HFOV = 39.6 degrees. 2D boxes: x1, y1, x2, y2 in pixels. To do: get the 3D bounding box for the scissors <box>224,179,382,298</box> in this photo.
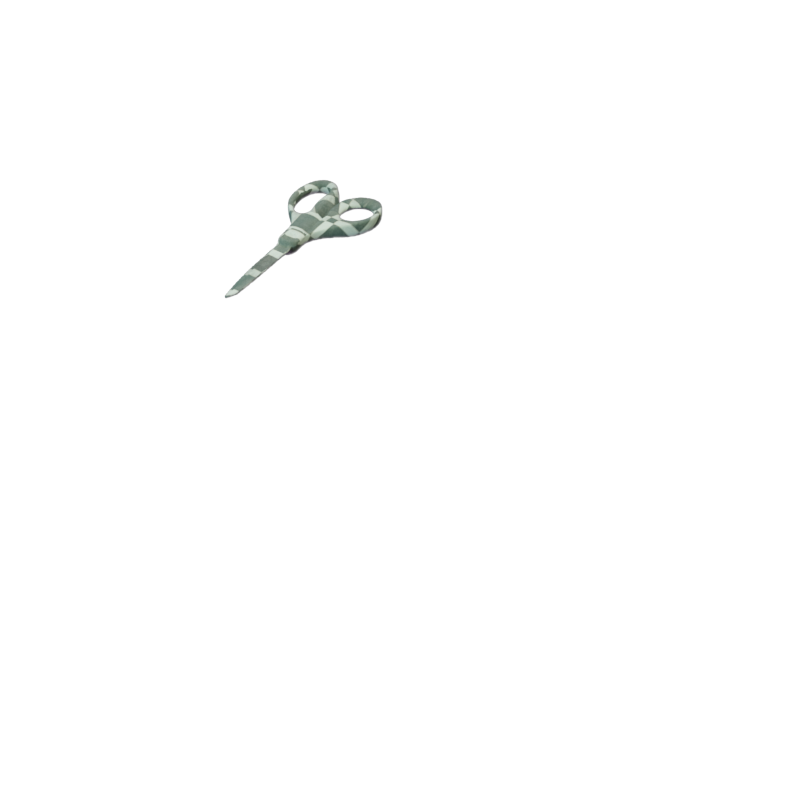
[{"bbox_3d":[-0.076,-0.138,0.965,0.098,0.015,0.212,7,38,9],"label":"scissors"}]
